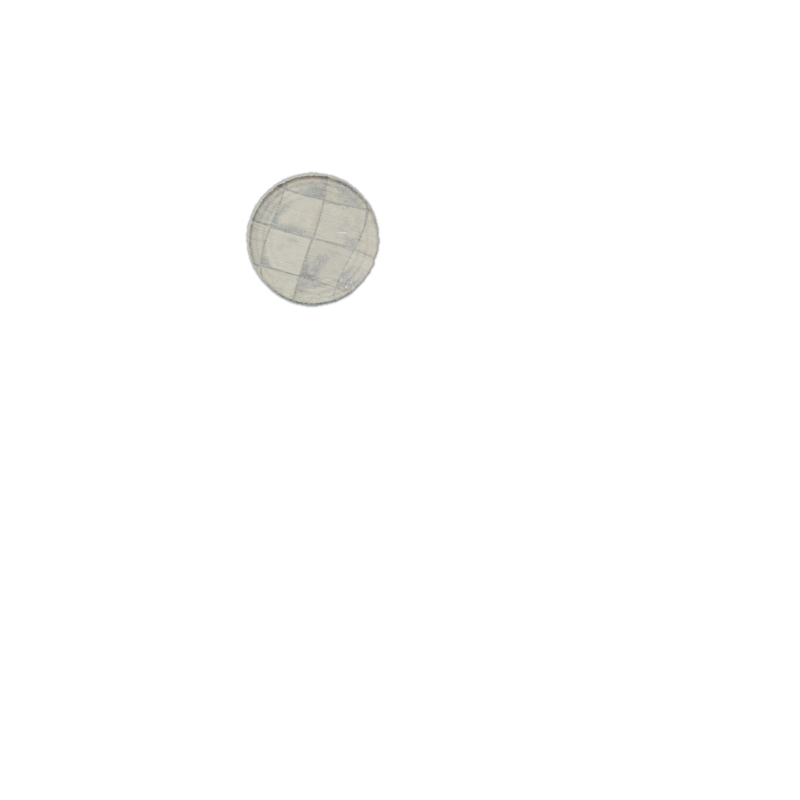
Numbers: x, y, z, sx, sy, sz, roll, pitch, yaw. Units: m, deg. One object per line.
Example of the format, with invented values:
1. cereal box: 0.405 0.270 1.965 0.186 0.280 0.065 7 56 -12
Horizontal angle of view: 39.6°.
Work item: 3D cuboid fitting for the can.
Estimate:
1. can: -0.058 -0.105 0.737 0.086 0.087 0.033 0 -6 -1
